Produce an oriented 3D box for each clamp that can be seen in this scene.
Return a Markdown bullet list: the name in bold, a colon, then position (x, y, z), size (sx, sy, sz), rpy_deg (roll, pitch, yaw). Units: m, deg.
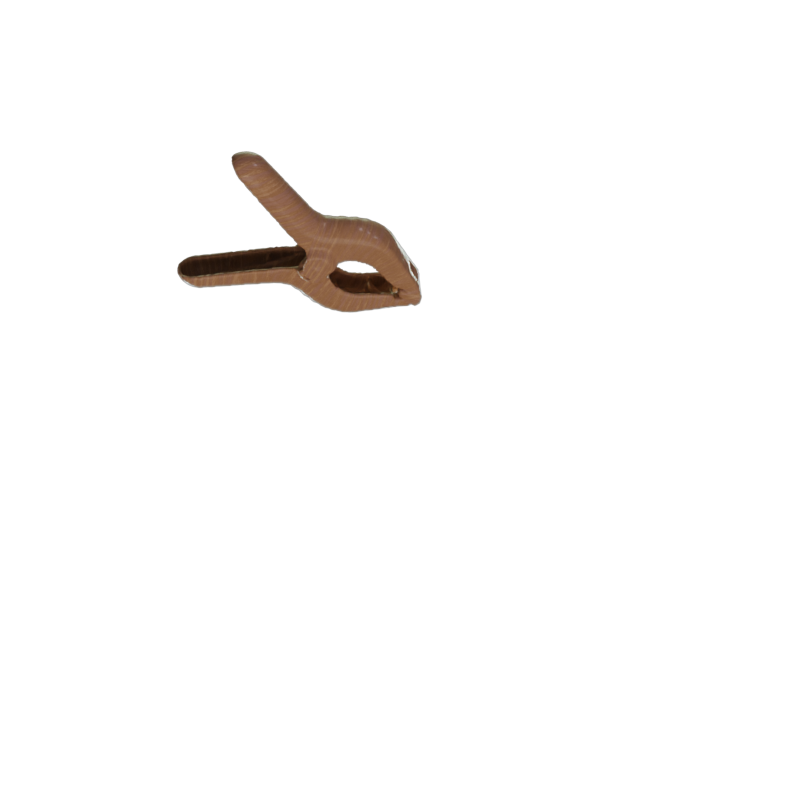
- **clamp**: position (-0.060, -0.109, 0.764), size (0.168, 0.042, 0.114), rpy_deg (10, -39, -13)
